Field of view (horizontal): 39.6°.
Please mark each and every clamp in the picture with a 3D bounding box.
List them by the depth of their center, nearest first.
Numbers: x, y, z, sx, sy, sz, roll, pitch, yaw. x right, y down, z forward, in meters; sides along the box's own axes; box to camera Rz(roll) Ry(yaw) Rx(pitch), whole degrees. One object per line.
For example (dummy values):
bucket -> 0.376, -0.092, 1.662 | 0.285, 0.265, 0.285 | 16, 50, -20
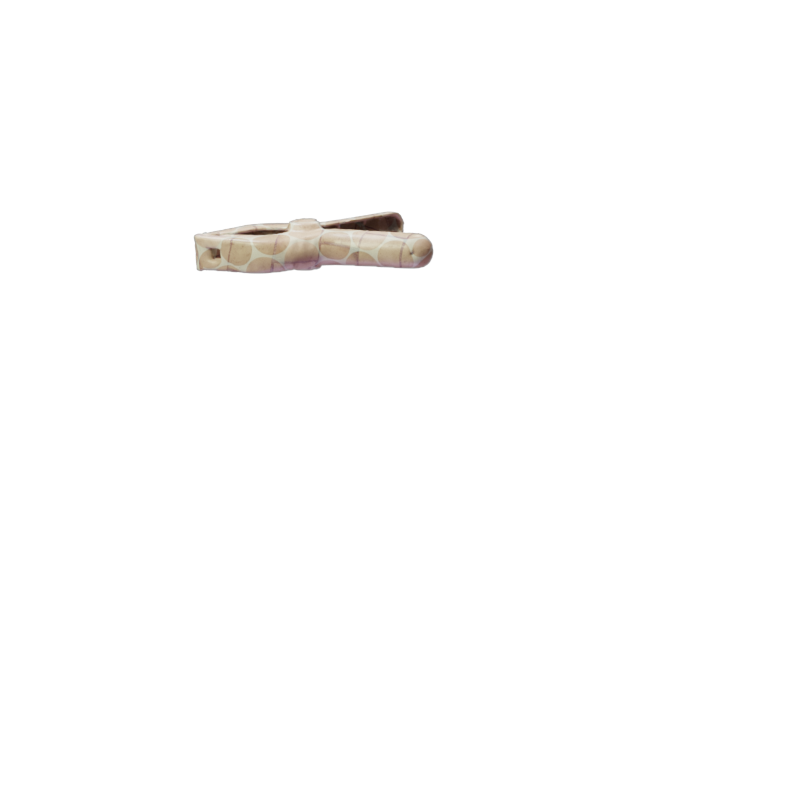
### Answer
clamp -> -0.065, -0.118, 0.827 | 0.172, 0.038, 0.122 | 0, 12, 1
